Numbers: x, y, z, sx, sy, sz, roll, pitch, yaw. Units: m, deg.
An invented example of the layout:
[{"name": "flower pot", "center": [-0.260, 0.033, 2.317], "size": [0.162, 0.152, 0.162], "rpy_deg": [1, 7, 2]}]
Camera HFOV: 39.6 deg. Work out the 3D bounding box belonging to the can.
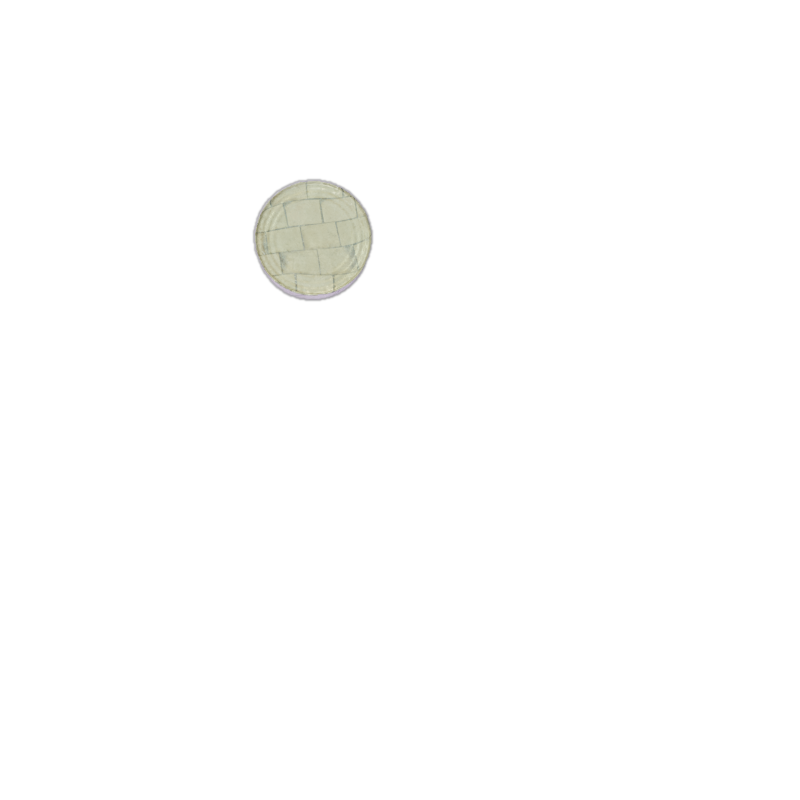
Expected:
[{"name": "can", "center": [-0.064, -0.117, 0.821], "size": [0.086, 0.088, 0.033], "rpy_deg": [0, -11, -1]}]
